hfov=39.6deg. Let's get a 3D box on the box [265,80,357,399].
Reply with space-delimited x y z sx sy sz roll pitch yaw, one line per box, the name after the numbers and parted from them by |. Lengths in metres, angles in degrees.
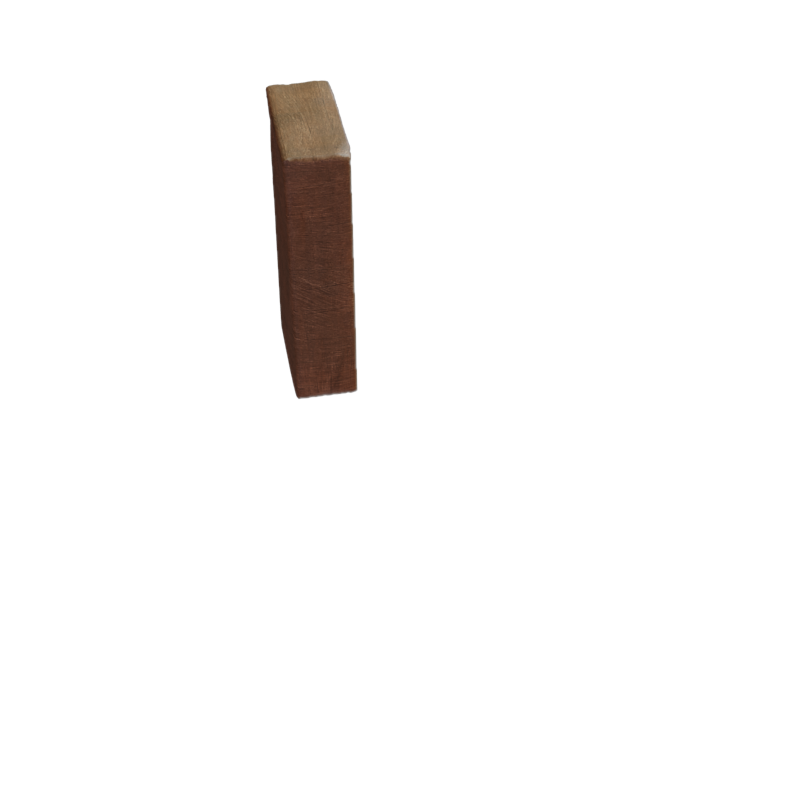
-0.053 -0.098 0.685 0.048 0.165 0.101 -4 39 -10 | box
